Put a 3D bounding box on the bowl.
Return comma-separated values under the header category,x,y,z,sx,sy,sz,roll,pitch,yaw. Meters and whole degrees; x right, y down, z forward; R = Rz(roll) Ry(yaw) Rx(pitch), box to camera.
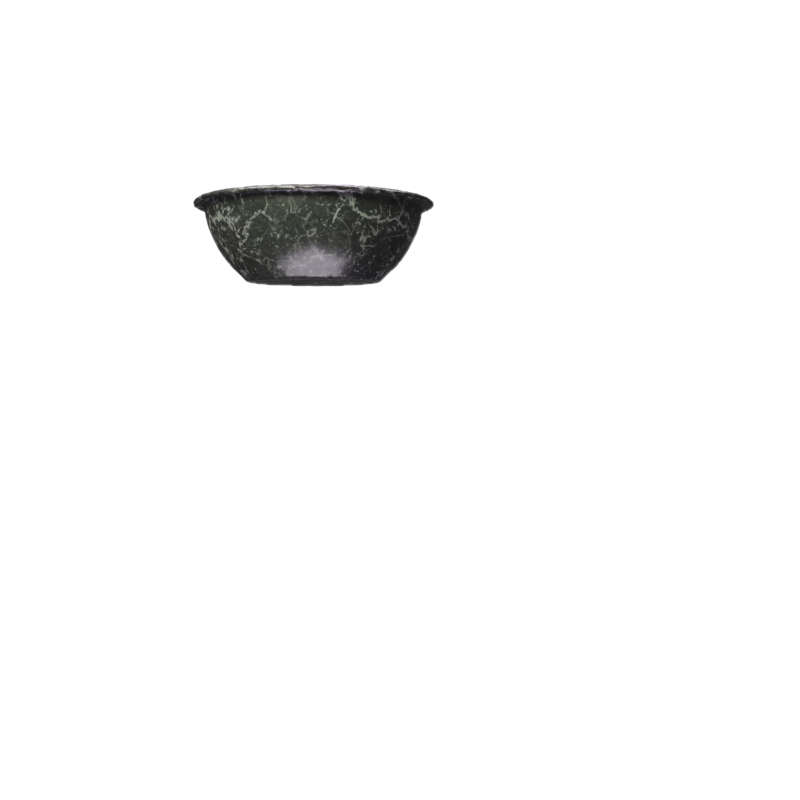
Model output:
category,x,y,z,sx,sy,sz,roll,pitch,yaw
bowl,-0.058,-0.106,0.746,0.162,0.055,0.162,0,1,-2
